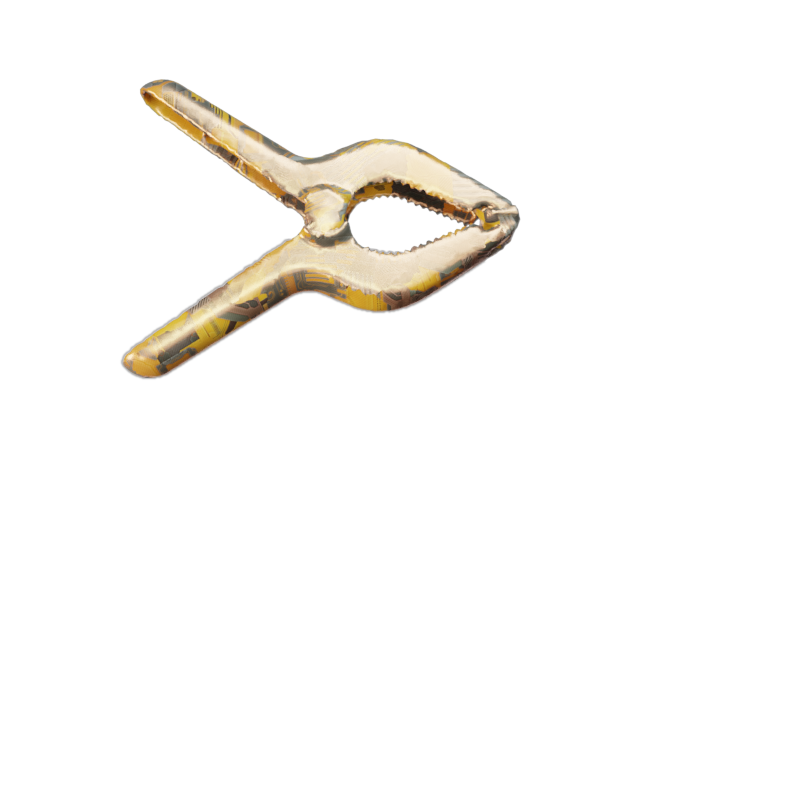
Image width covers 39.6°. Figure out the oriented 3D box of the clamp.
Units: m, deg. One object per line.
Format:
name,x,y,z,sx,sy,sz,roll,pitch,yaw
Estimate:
clamp,-0.045,-0.083,0.581,0.210,0.171,0.035,6,-17,2
